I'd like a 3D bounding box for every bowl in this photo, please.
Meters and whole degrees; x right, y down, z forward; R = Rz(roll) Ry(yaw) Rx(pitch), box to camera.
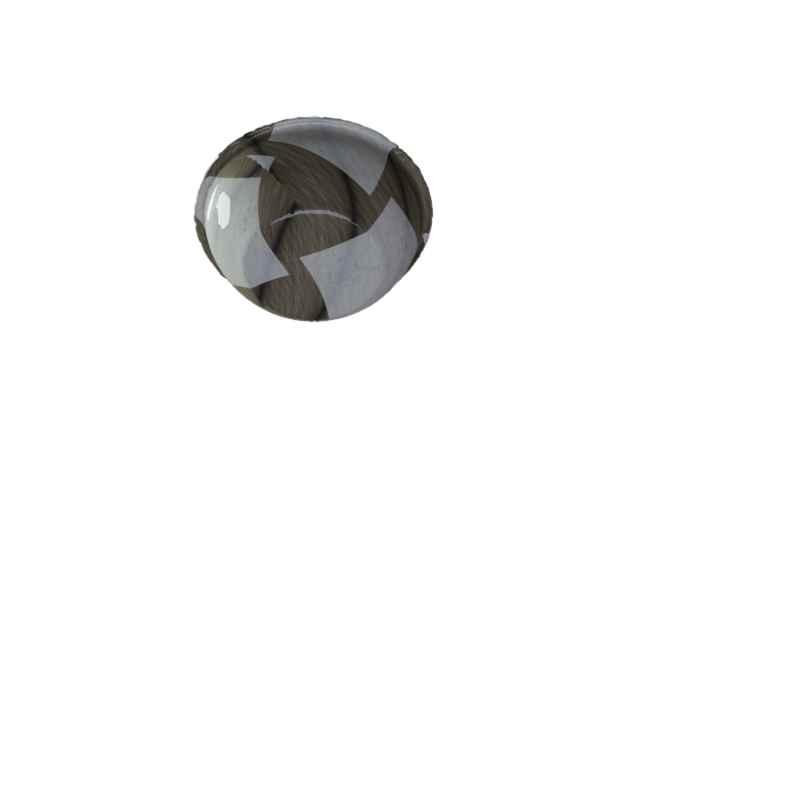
[{"bbox_3d":[-0.057,-0.104,0.732,0.162,0.151,0.059,1,41,-1],"label":"bowl"}]
